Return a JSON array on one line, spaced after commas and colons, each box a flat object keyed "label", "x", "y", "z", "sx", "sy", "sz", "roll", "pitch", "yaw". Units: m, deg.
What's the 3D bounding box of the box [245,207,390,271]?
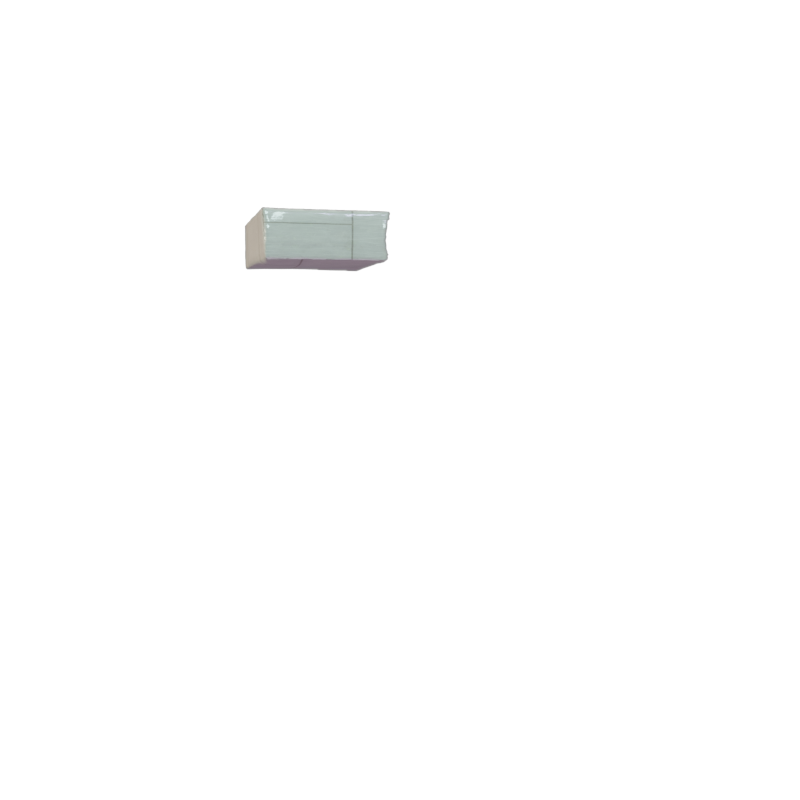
[{"label": "box", "x": -0.063, "y": -0.115, "z": 0.804, "sx": 0.088, "sy": 0.039, "sz": 0.115, "roll": -1, "pitch": 4, "yaw": -12}]
